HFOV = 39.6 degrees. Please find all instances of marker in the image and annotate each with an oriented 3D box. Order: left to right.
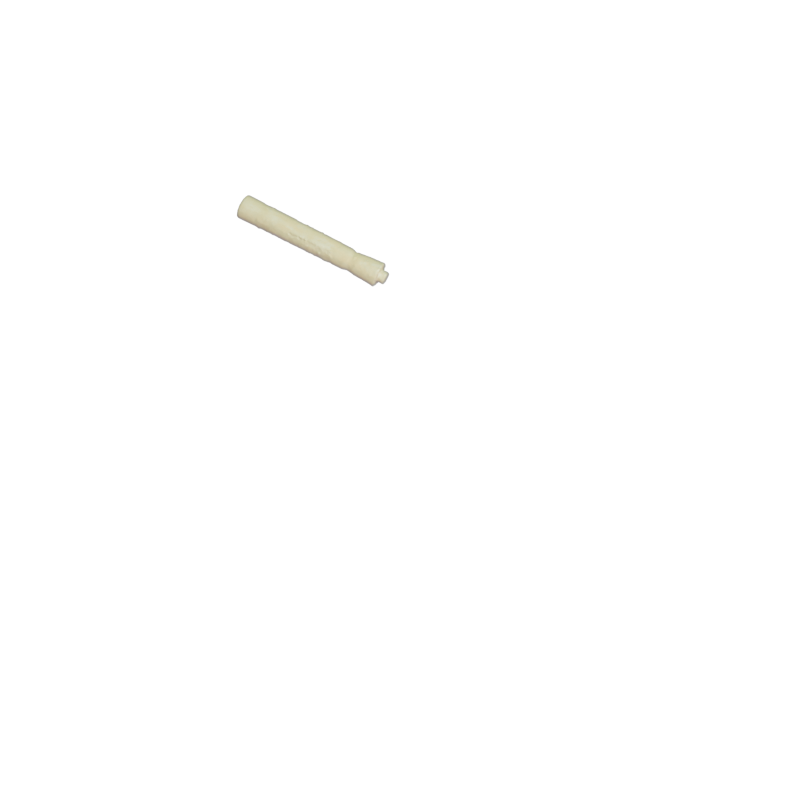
[{"bbox_3d":[-0.063,-0.116,0.811,0.125,0.019,0.019,28,10,13],"label":"marker"}]
